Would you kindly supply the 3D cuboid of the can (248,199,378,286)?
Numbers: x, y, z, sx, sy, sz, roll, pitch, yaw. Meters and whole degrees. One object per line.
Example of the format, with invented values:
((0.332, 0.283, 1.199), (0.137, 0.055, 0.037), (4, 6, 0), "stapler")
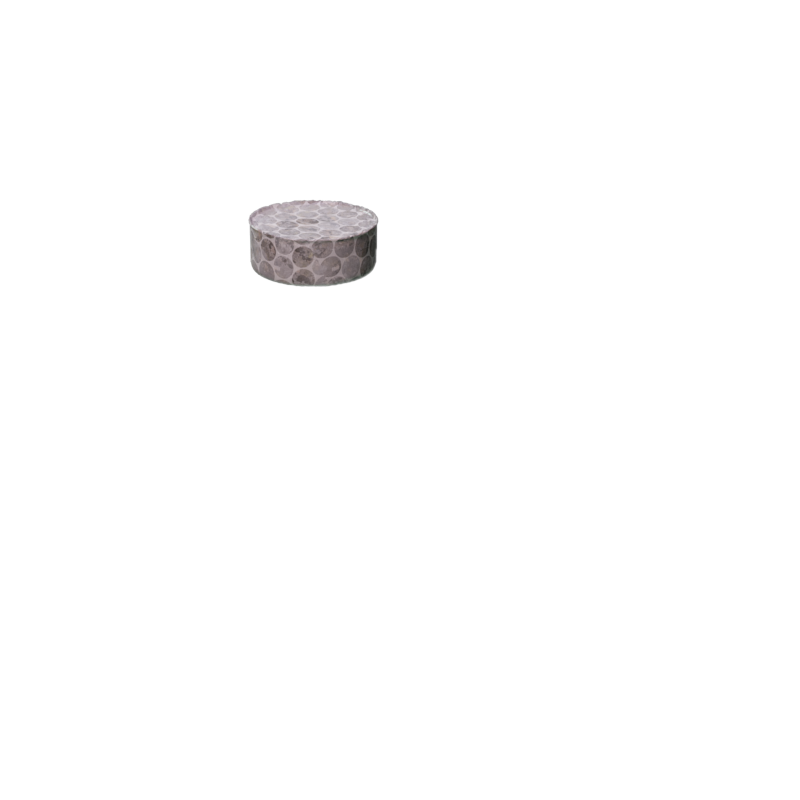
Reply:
((-0.058, -0.105, 0.738), (0.086, 0.032, 0.090), (-1, 25, -2), "can")
